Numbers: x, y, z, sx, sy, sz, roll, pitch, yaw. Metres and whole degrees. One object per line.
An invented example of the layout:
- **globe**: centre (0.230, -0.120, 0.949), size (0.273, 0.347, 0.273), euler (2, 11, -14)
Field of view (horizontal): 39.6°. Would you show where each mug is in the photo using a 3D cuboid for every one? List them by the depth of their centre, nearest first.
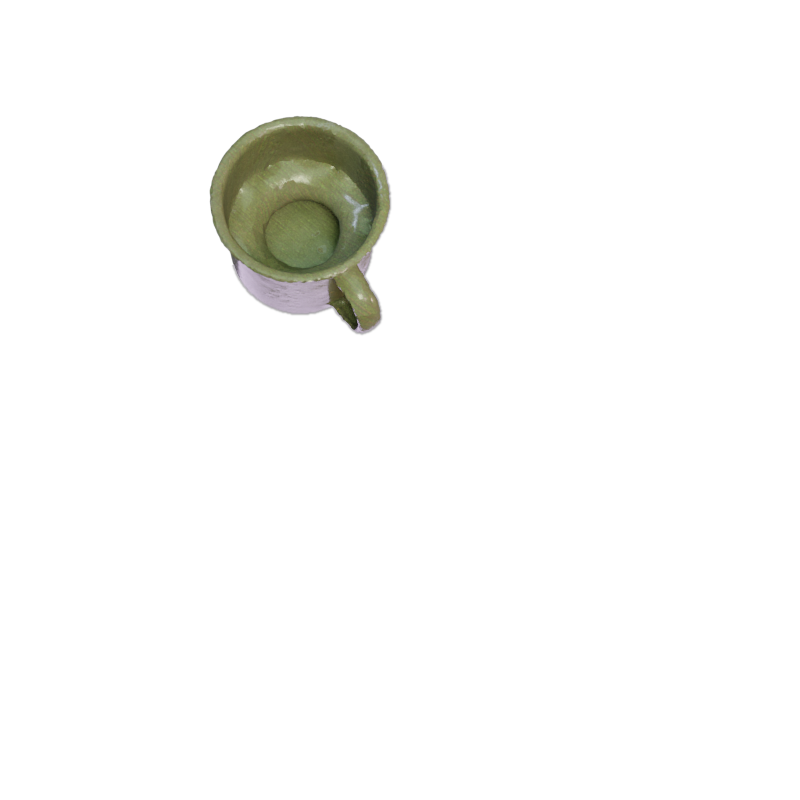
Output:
- **mug**: centre (-0.047, -0.086, 0.603), size (0.093, 0.122, 0.078), euler (-35, -14, -11)
